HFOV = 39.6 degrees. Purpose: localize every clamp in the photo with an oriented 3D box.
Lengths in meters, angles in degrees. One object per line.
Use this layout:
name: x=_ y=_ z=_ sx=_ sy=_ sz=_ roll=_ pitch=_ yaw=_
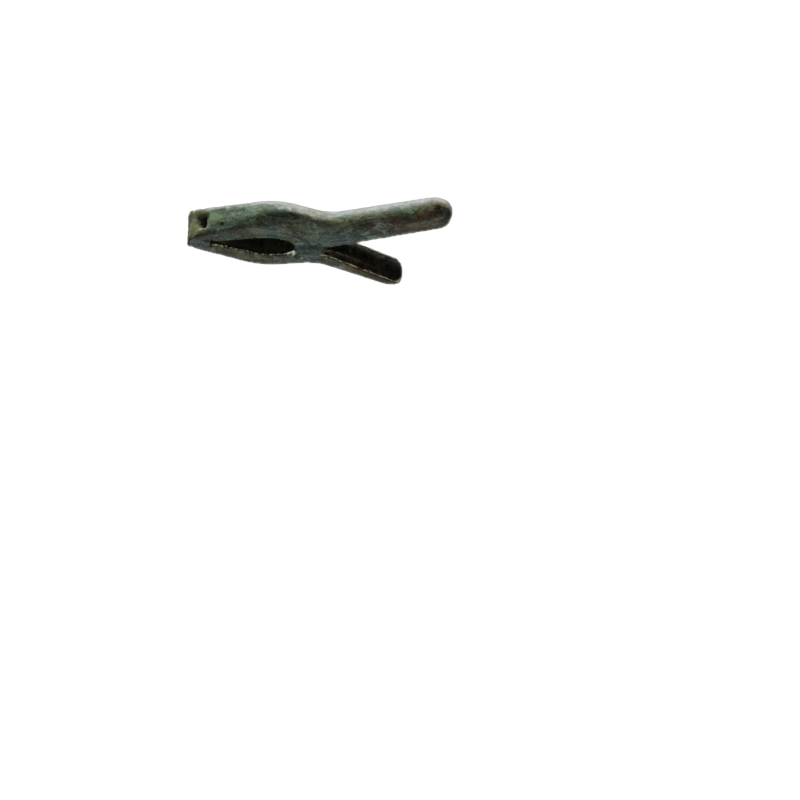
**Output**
clamp: x=-0.073 y=-0.134 z=0.938 sx=0.209 sy=0.038 sz=0.159 roll=1 pitch=-15 yaw=-5
